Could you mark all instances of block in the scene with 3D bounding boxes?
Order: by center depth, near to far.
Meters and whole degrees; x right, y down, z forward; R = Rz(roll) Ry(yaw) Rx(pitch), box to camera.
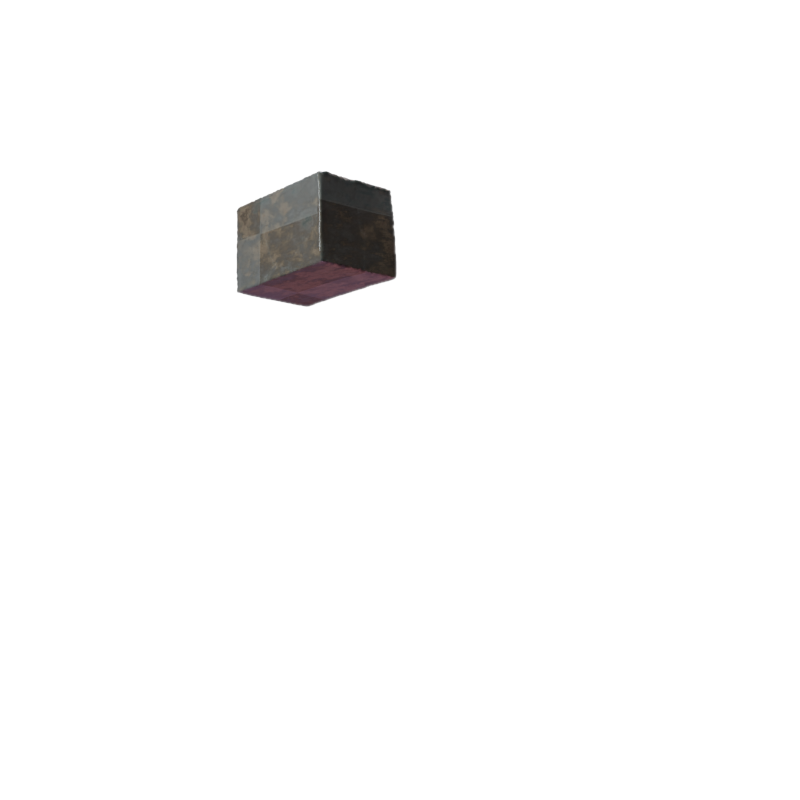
[{"bbox_3d":[-0.047,-0.087,0.606,0.050,0.053,0.079,11,-17,-41],"label":"block"}]
